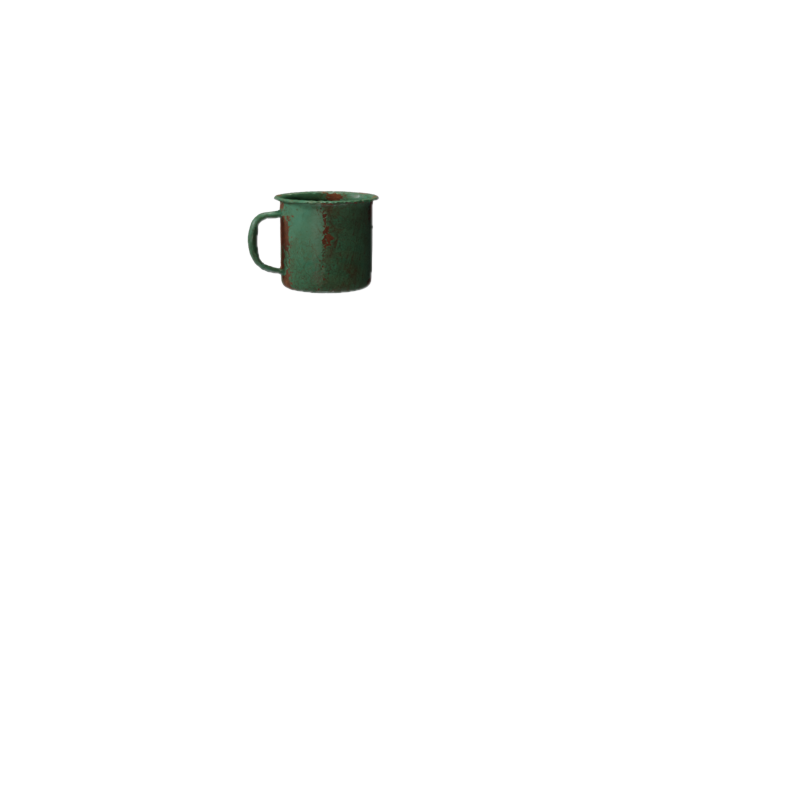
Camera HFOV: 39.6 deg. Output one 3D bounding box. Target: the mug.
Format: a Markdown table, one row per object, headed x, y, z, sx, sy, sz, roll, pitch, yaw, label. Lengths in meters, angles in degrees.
| x | y | z | sx | sy | sz | roll | pitch | yaw | label |
| --- | --- | --- | --- | --- | --- | --- | --- | --- | --- |
| -0.077 | -0.140 | 0.983 | 0.115 | 0.080 | 0.097 | -4 | 13 | -16 | mug |
